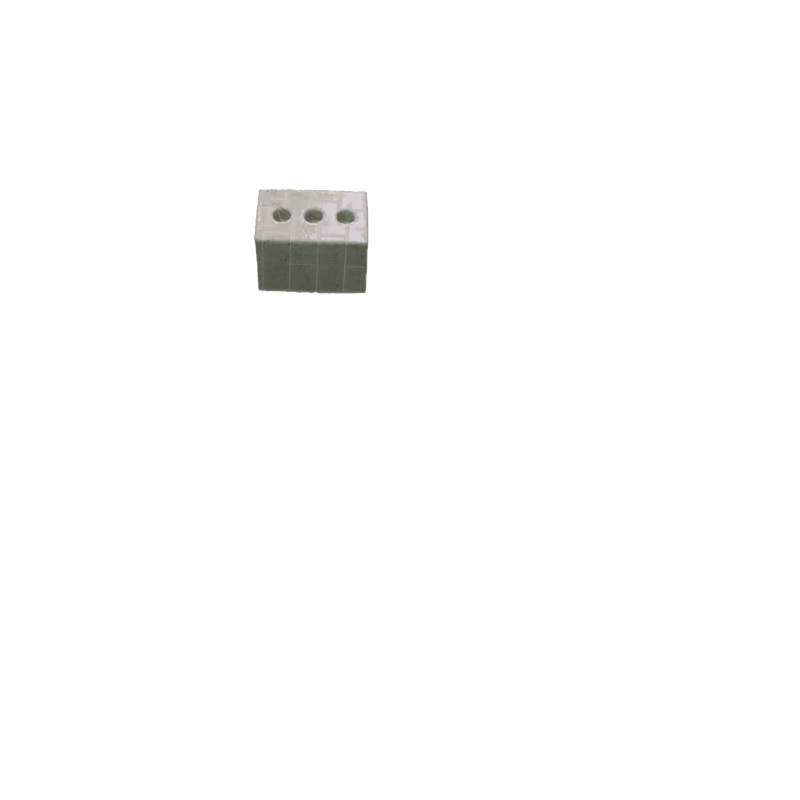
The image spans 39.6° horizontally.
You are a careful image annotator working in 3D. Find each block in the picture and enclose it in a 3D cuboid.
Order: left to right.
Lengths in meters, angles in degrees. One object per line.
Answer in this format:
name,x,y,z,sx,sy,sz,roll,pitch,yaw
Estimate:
block,-0.060,-0.110,0.770,0.078,0.056,0.048,1,-42,0
